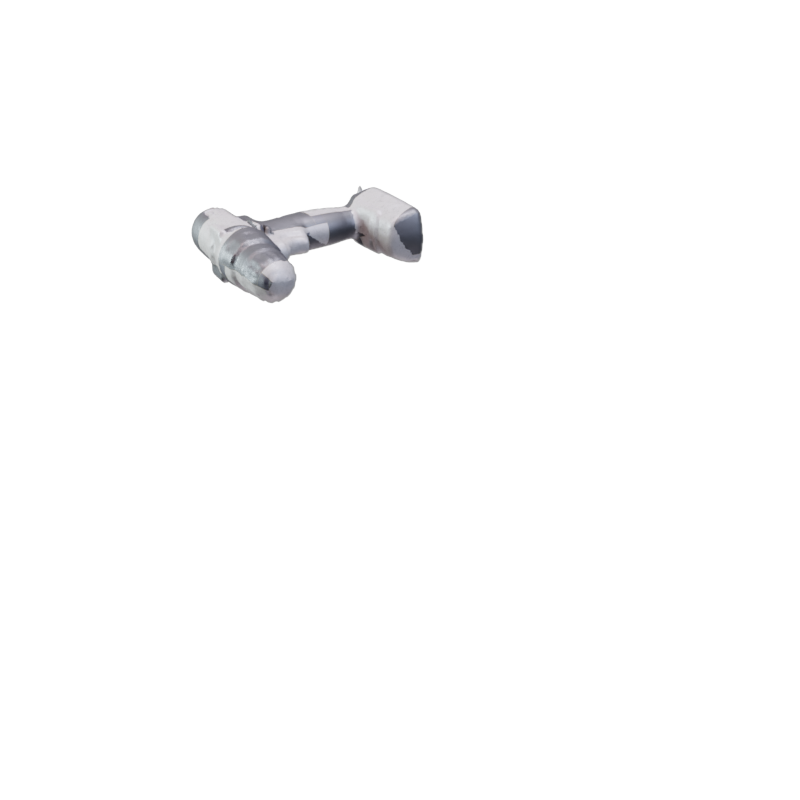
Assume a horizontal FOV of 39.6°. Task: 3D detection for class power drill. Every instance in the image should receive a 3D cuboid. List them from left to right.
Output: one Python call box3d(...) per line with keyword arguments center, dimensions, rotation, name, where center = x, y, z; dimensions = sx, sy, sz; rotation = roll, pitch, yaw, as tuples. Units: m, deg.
box3d(center=(-0.078, -0.142, 0.995), dimensions=(0.184, 0.055, 0.197), rotation=(-11, 28, -23), name="power drill")
